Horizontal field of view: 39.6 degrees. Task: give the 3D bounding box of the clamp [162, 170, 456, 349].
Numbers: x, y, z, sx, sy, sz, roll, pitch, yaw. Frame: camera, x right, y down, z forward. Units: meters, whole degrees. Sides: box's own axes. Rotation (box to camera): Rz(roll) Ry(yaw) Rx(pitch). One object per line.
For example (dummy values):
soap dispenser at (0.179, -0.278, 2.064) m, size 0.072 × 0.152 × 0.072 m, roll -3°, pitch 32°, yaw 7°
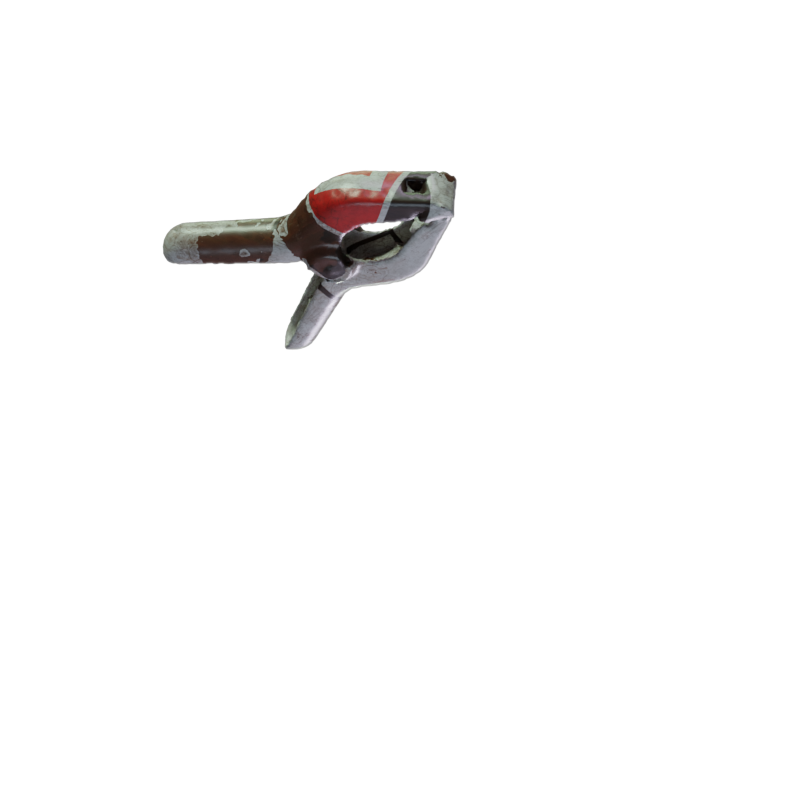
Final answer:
clamp at (-0.049, -0.089, 0.625) m, size 0.113 × 0.042 × 0.170 m, roll 27°, pitch -42°, yaw -35°
